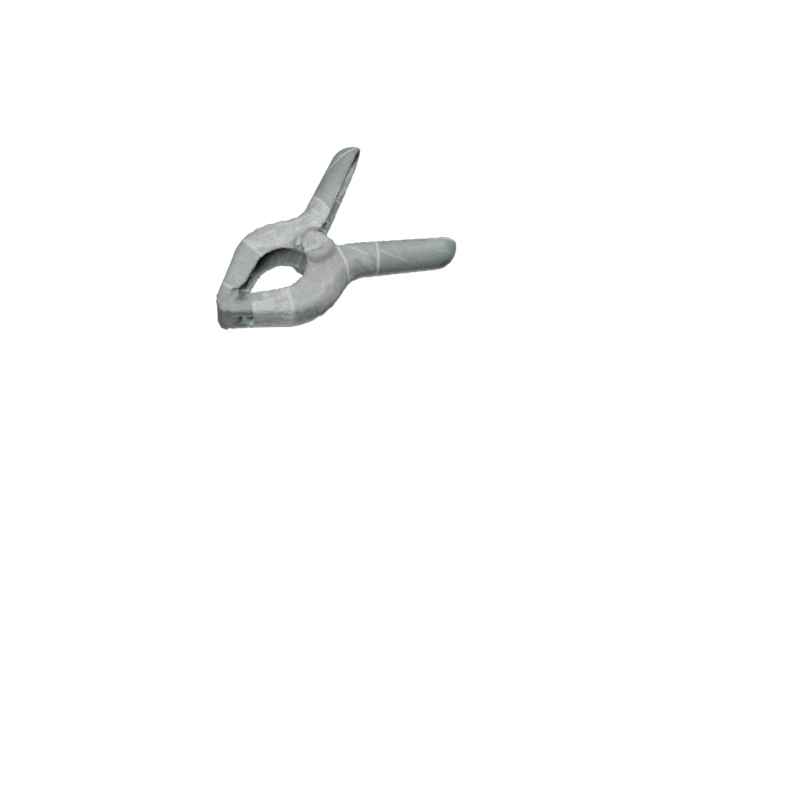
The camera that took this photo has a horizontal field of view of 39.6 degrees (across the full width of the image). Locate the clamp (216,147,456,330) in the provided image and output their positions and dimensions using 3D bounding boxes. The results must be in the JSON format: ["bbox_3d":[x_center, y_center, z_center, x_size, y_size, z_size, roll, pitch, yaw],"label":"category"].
[{"bbox_3d":[-0.061,-0.111,0.776,0.171,0.129,0.037,-25,-34,-19],"label":"clamp"}]
